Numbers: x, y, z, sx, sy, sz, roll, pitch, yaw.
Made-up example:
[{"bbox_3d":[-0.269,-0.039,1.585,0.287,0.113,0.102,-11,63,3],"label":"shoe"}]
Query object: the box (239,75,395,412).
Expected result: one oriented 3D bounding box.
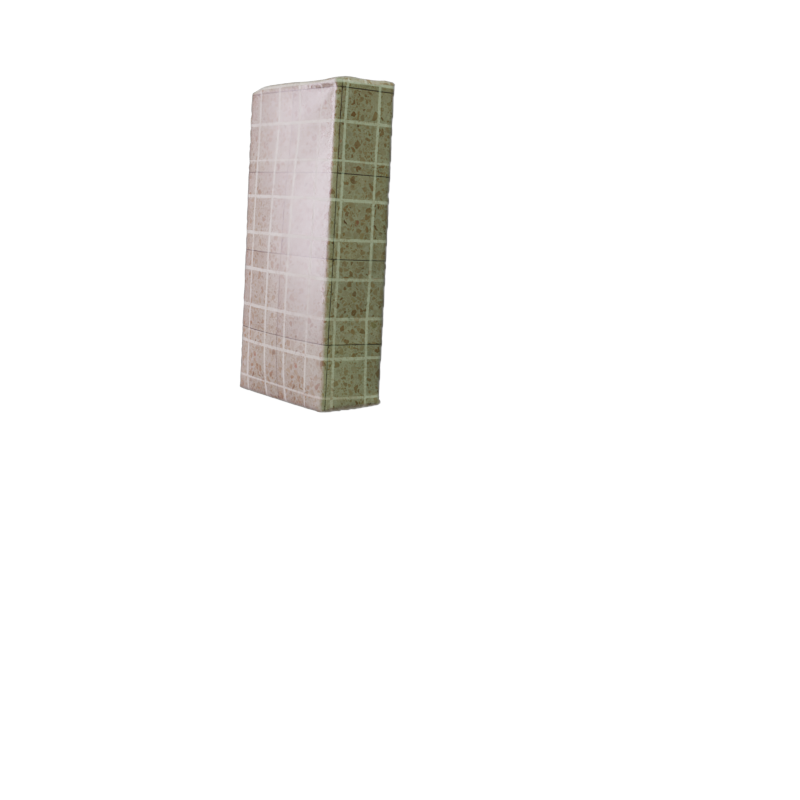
[{"bbox_3d":[-0.049,-0.088,0.619,0.046,0.175,0.097,-2,4,-36],"label":"box"}]
